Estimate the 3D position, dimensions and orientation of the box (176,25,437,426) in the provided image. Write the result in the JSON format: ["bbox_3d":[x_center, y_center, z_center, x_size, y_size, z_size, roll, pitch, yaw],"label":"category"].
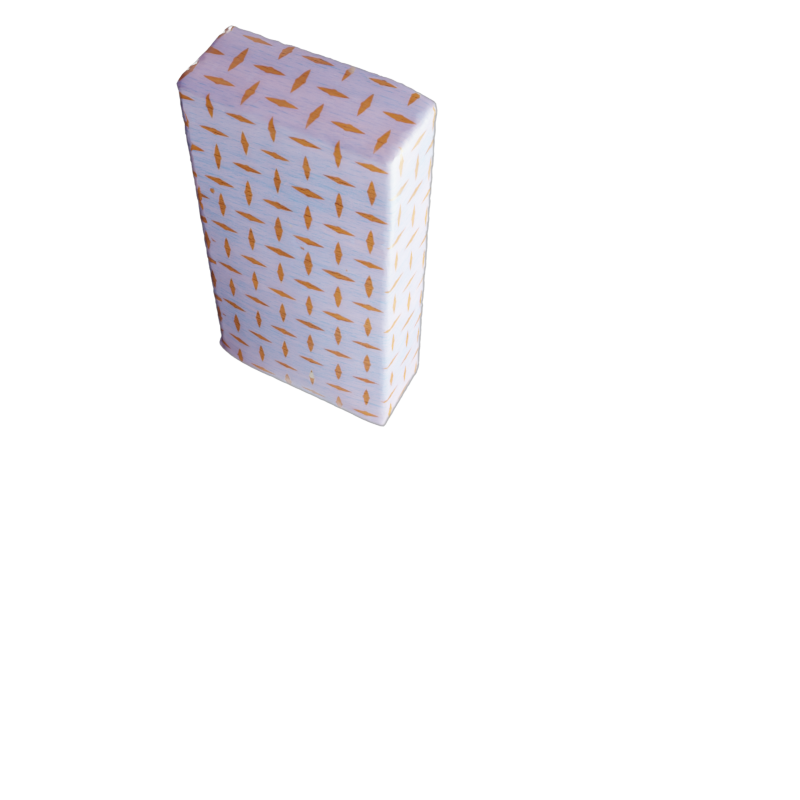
[{"bbox_3d":[-0.036,-0.067,0.470,0.097,0.050,0.164,25,-35,15],"label":"box"}]
